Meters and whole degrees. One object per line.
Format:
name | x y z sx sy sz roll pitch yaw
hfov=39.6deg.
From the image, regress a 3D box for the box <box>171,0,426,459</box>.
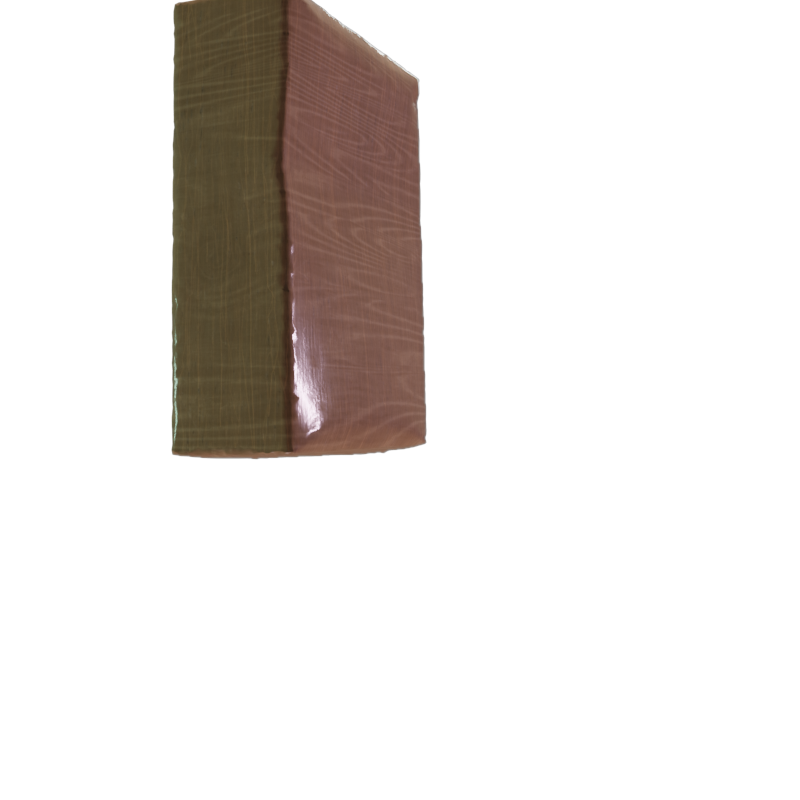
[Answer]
box | -0.044 -0.081 0.564 0.074 0.218 0.157 -5 -8 24
